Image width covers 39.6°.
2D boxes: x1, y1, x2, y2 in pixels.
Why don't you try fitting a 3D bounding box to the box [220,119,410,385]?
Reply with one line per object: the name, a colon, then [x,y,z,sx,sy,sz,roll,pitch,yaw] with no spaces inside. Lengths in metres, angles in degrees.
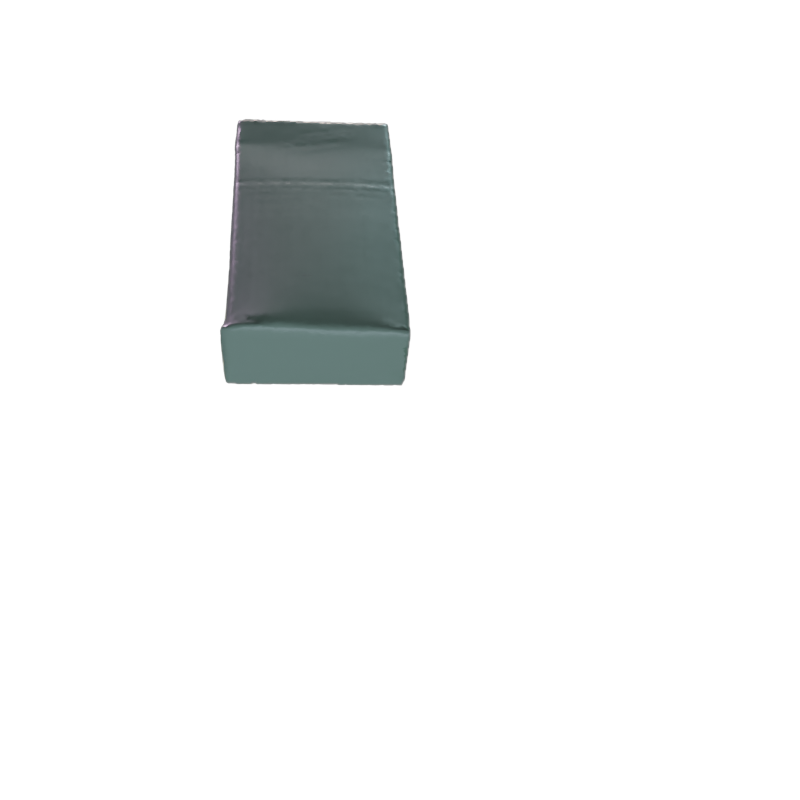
box: [-0.047,-0.087,0.609,0.093,0.045,0.189,0,43,-4]
